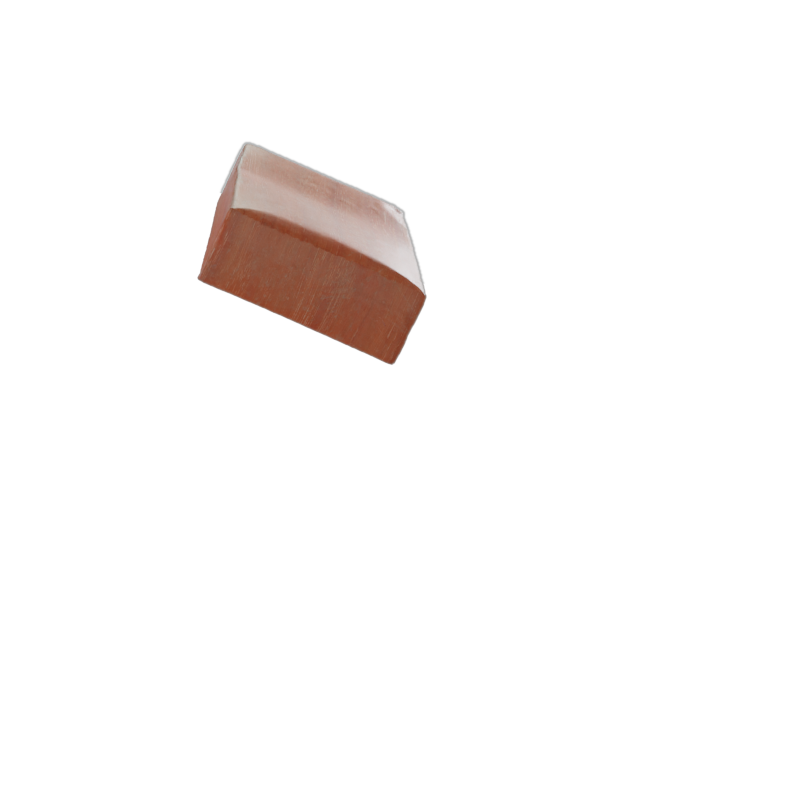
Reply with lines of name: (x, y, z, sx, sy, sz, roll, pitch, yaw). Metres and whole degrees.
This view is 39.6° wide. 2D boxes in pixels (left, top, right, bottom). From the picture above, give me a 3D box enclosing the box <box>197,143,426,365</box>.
box: (-0.071, -0.130, 0.911, 0.161, 0.070, 0.225, 22, 22, -12)
